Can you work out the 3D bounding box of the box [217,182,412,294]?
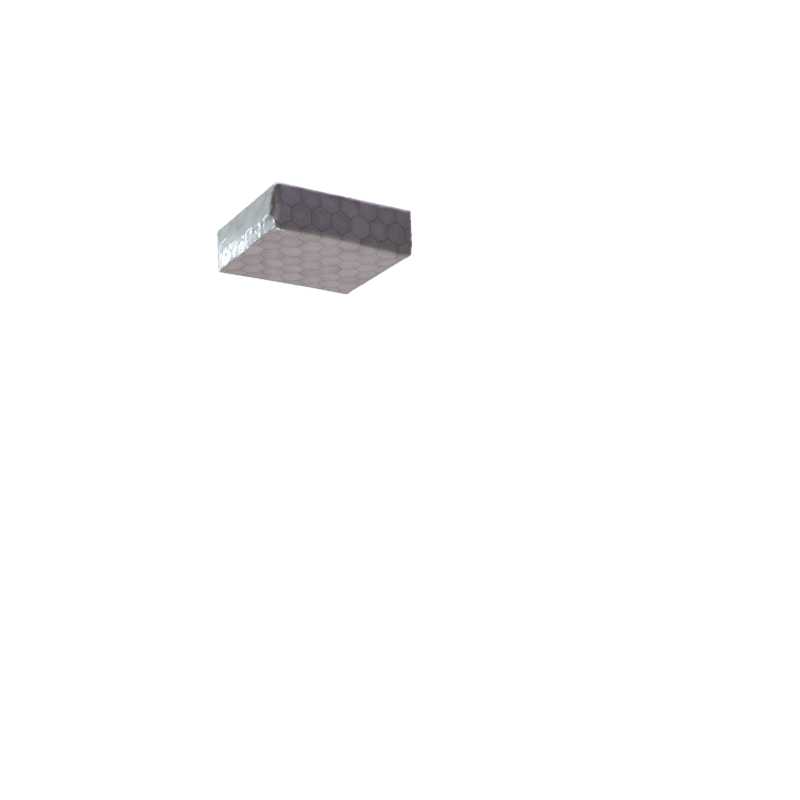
[{"bbox_3d":[-0.062,-0.112,0.787,0.108,0.041,0.090,10,-20,-30],"label":"box"}]
